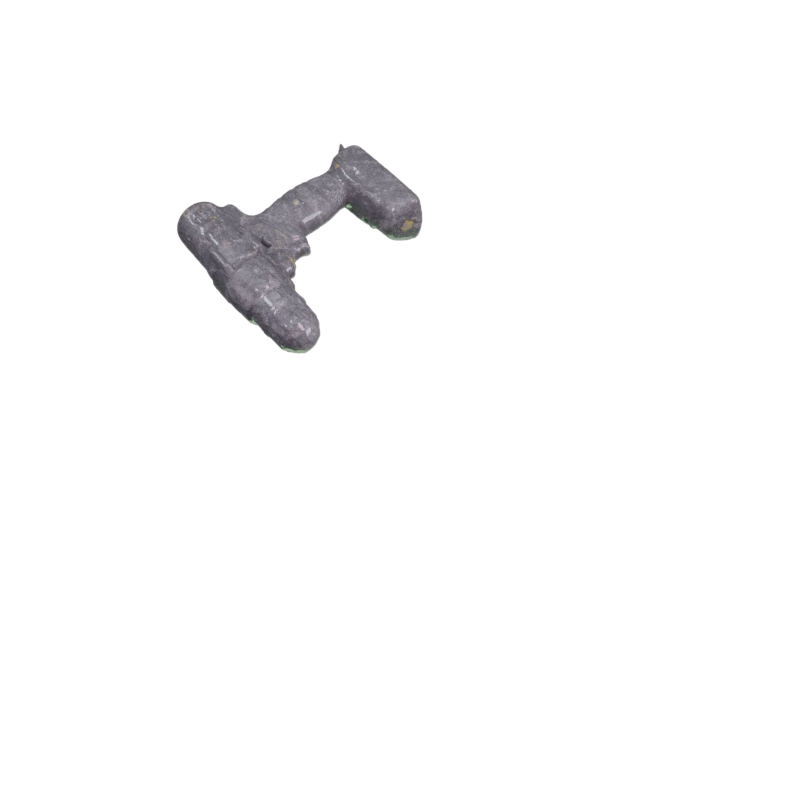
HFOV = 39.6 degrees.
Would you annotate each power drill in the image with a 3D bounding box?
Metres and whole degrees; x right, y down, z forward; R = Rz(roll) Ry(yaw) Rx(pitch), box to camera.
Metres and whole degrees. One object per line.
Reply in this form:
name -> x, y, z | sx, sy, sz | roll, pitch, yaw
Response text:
power drill -> -0.075, -0.137, 0.960 | 0.187, 0.053, 0.198 | -29, 56, -23
